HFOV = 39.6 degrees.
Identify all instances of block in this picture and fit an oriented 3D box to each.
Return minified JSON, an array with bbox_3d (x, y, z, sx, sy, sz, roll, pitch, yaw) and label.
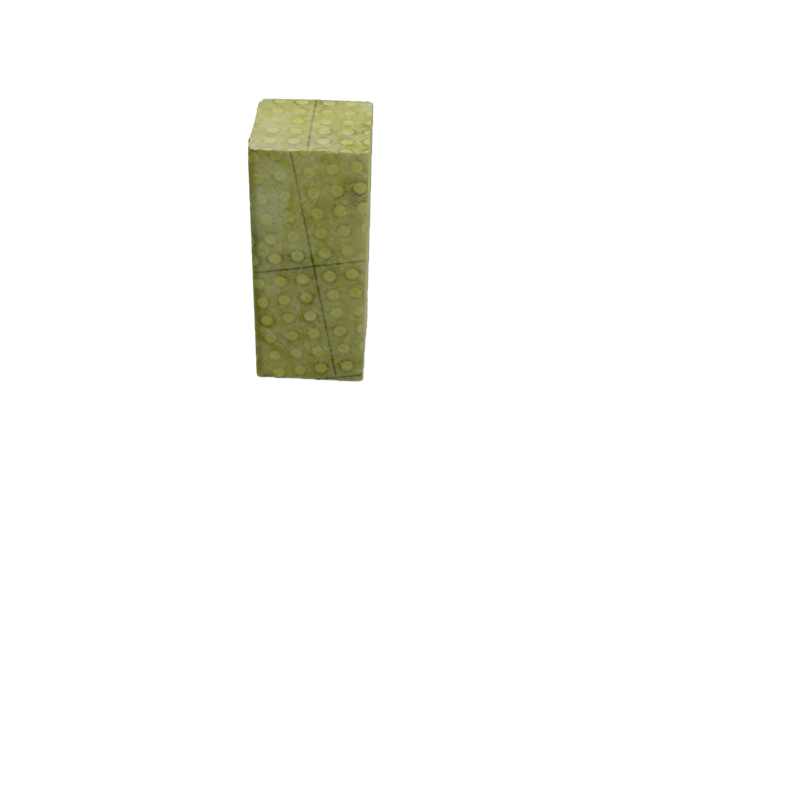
[{"bbox_3d":[-0.069,-0.125,0.877,0.090,0.193,0.096,3,35,0],"label":"block"}]
